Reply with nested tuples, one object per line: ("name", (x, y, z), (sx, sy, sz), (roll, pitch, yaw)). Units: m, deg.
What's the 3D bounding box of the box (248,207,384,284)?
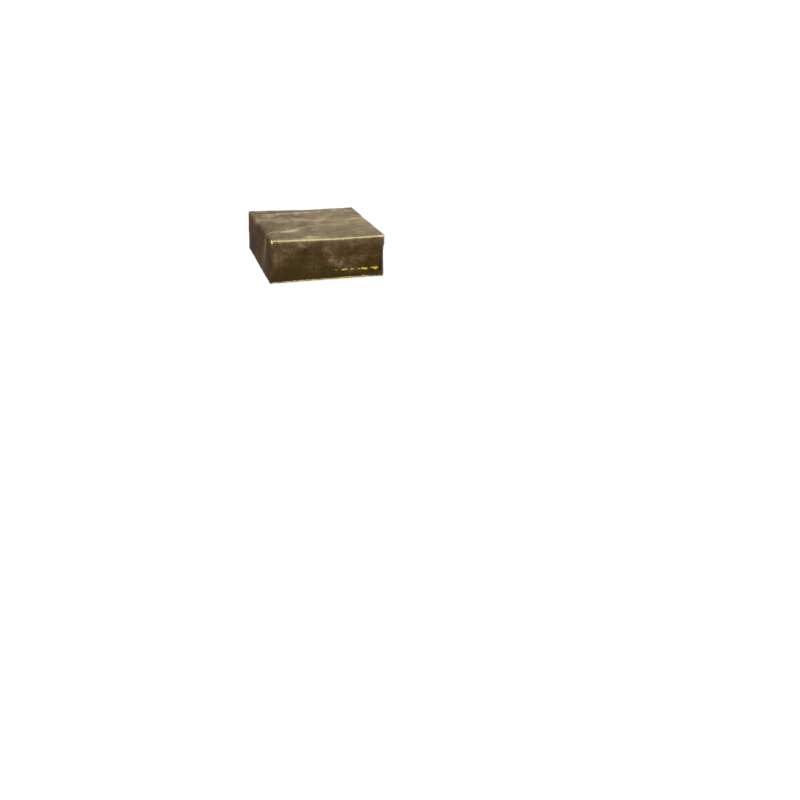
("box", (-0.056, -0.102, 0.718), (0.072, 0.029, 0.094), (-5, 21, -13))
